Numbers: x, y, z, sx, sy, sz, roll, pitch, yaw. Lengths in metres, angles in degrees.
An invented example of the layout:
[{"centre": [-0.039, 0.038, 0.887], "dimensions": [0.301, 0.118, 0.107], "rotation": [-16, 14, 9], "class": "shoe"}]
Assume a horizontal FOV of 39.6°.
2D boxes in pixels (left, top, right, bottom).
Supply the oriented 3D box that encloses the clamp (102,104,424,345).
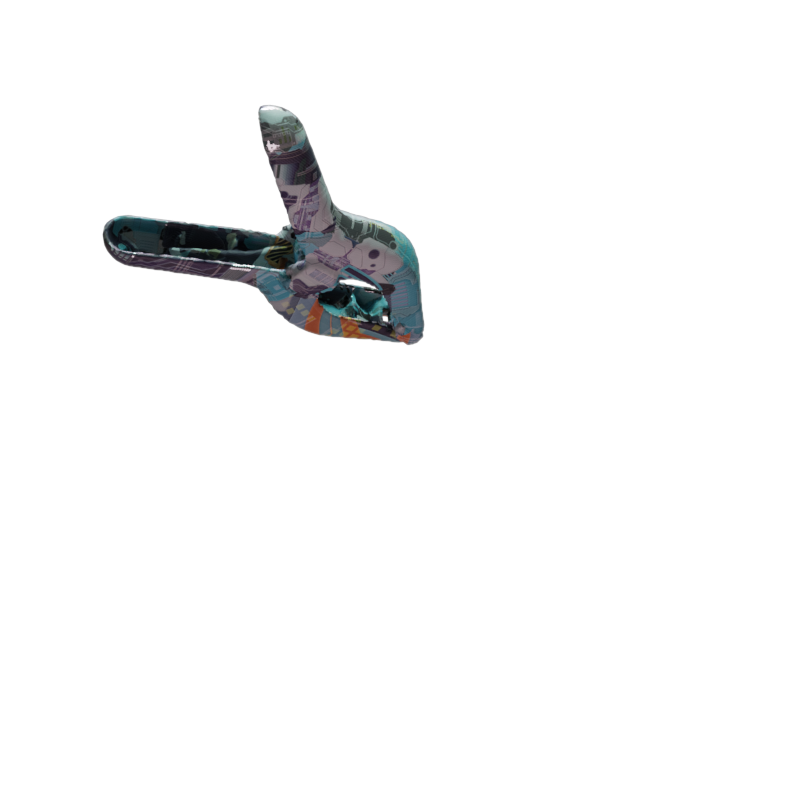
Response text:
[{"centre": [-0.042, -0.076, 0.533], "dimensions": [0.162, 0.042, 0.119], "rotation": [20, -33, -34], "class": "clamp"}]
